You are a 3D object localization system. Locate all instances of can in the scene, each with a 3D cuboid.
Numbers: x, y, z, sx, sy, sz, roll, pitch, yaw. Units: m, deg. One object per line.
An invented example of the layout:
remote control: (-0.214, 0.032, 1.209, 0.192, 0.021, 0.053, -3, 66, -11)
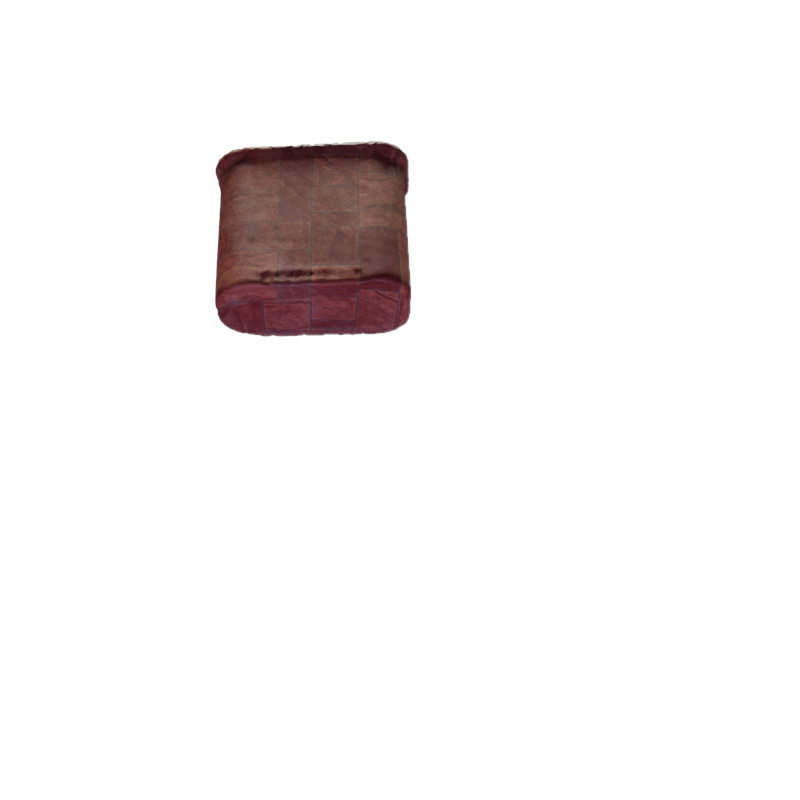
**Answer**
can: (-0.045, -0.081, 0.569, 0.102, 0.089, 0.054, -2, -31, 2)
